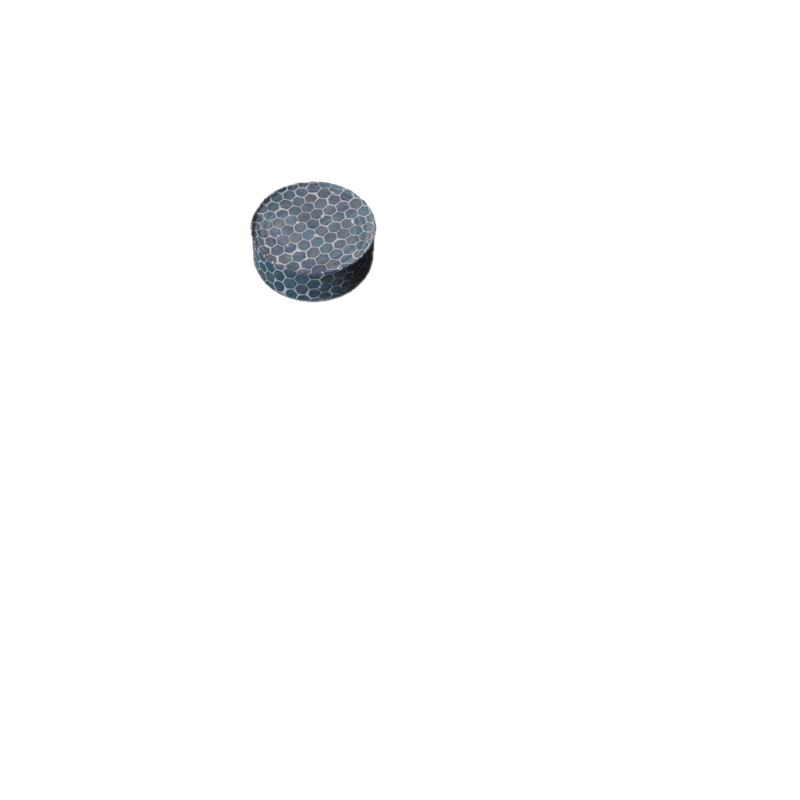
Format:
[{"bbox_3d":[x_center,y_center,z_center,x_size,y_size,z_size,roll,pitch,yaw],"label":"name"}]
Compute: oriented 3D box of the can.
[{"bbox_3d":[-0.060,-0.109,0.767,0.086,0.092,0.031,-1,-39,-1],"label":"can"}]
